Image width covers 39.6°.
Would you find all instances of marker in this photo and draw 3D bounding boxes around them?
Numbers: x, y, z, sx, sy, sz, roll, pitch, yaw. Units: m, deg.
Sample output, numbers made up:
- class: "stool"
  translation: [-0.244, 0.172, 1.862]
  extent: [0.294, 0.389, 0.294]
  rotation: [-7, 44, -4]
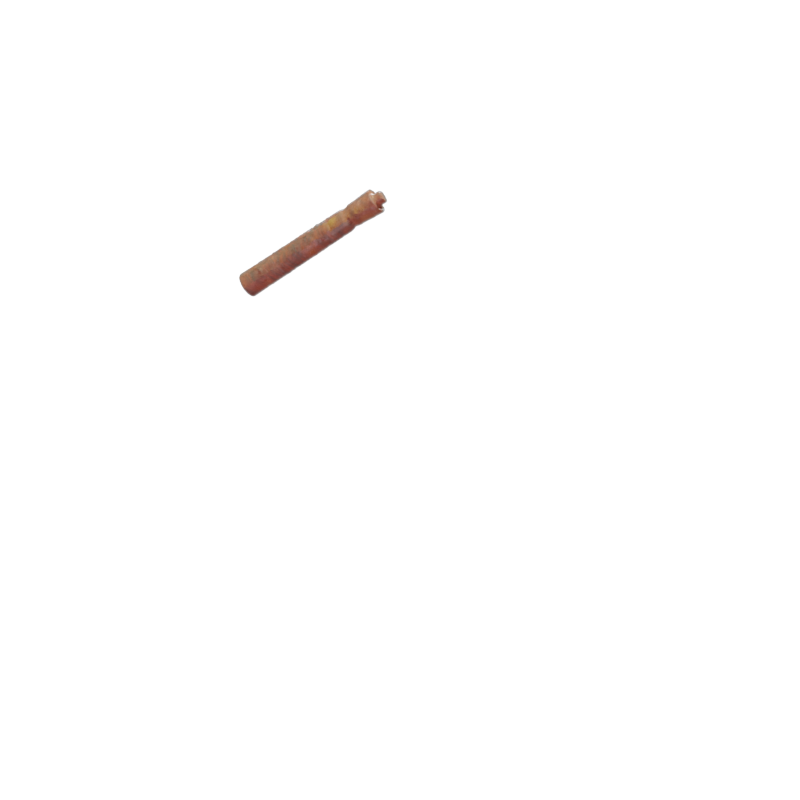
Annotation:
- class: "marker"
  translation: [-0.061, -0.111, 0.777]
  extent: [0.120, 0.020, 0.019]
  rotation: [-30, -7, 19]
